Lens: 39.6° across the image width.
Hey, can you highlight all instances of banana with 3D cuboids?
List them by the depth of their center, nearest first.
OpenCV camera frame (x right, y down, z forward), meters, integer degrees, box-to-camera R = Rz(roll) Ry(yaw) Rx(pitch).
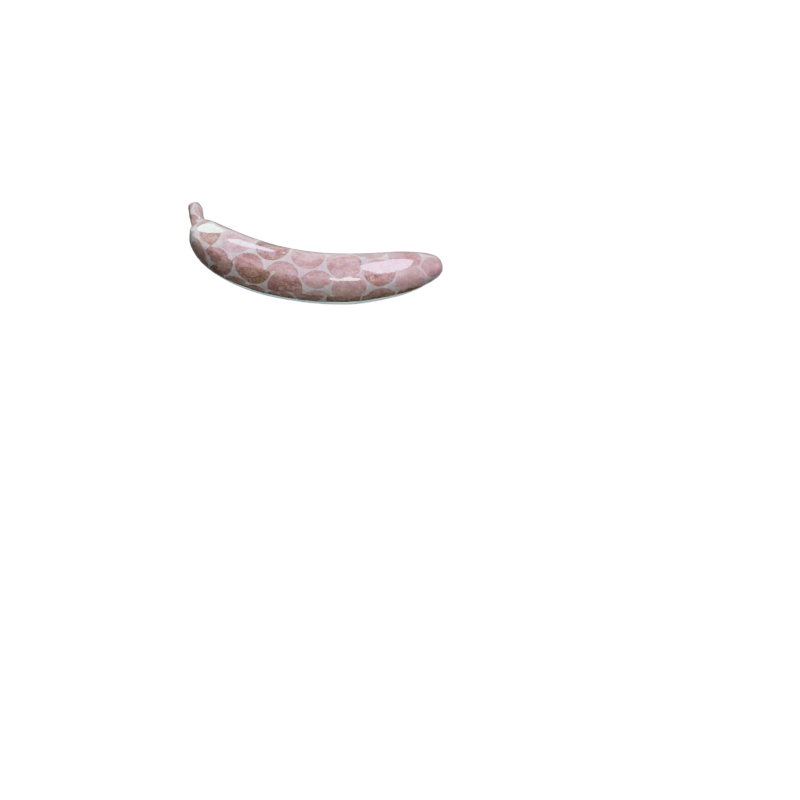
[{"bbox_3d":[-0.072,-0.100,0.795,0.202,0.073,0.034,15,-33,10],"label":"banana"}]
